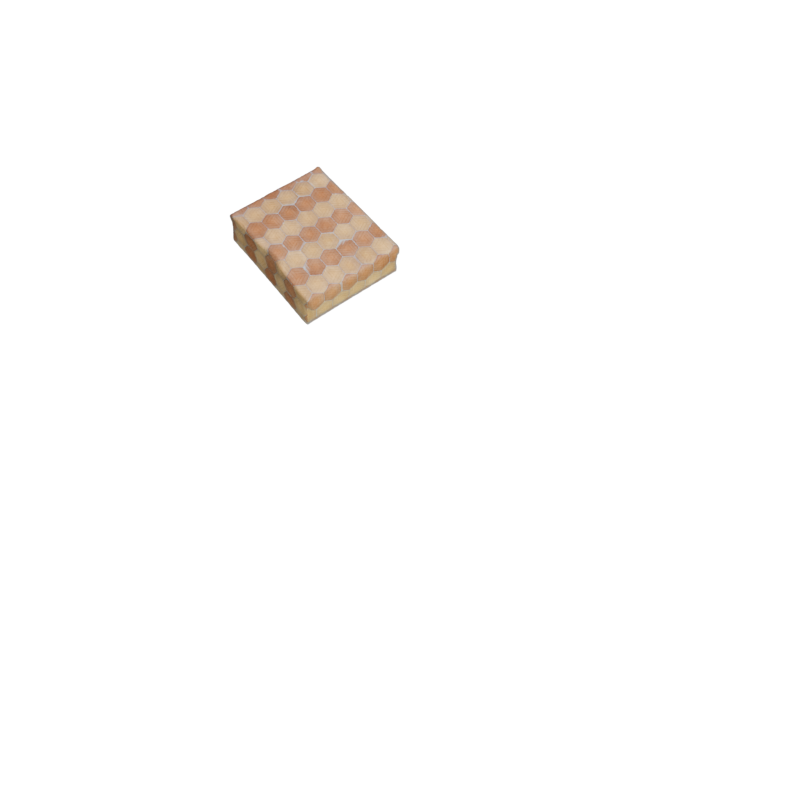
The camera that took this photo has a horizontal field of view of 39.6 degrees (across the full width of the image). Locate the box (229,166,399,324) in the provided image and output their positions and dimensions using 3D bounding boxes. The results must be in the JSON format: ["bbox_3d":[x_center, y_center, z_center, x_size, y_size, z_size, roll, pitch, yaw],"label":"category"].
[{"bbox_3d":[-0.056,-0.103,0.720,0.073,0.095,0.028,-31,-29,-20],"label":"box"}]
